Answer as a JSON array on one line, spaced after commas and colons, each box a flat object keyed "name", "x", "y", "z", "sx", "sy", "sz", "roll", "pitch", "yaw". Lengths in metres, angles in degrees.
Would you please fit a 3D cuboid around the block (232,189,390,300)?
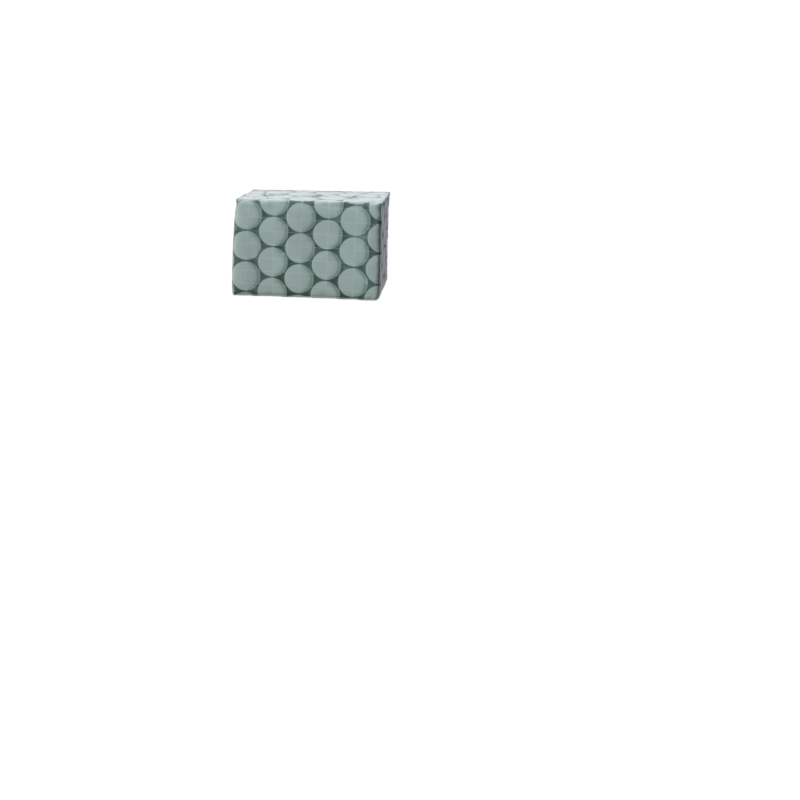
[{"name": "block", "x": -0.046, "y": -0.084, "z": 0.590, "sx": 0.079, "sy": 0.050, "sz": 0.054, "roll": 2, "pitch": 14, "yaw": 7}]
